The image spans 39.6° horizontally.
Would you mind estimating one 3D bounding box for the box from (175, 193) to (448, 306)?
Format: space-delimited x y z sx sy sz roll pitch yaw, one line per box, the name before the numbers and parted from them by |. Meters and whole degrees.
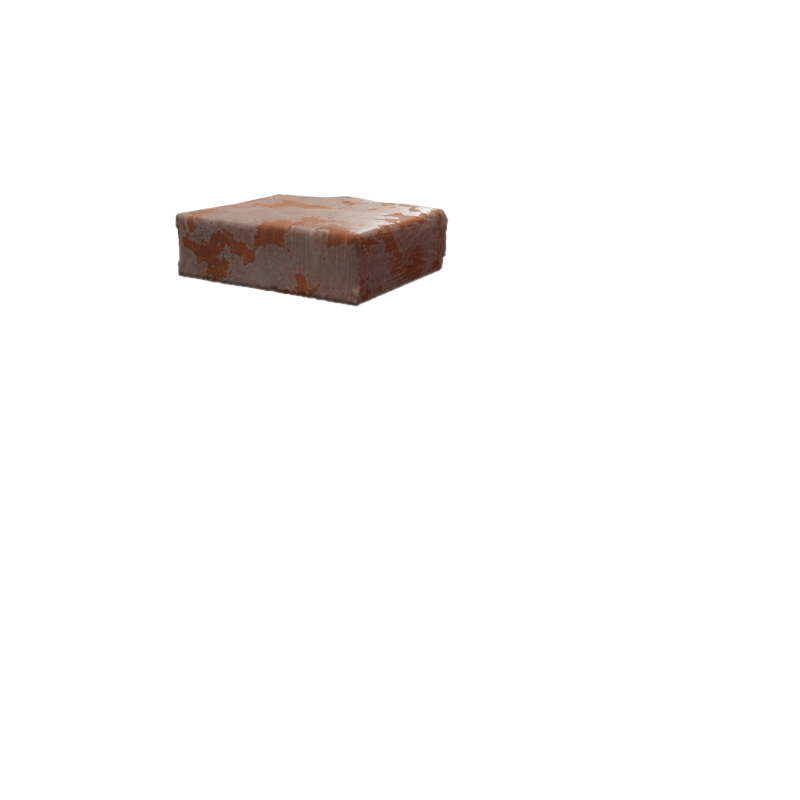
box | -0.036 -0.066 0.459 0.093 0.029 0.072 10 20 30
